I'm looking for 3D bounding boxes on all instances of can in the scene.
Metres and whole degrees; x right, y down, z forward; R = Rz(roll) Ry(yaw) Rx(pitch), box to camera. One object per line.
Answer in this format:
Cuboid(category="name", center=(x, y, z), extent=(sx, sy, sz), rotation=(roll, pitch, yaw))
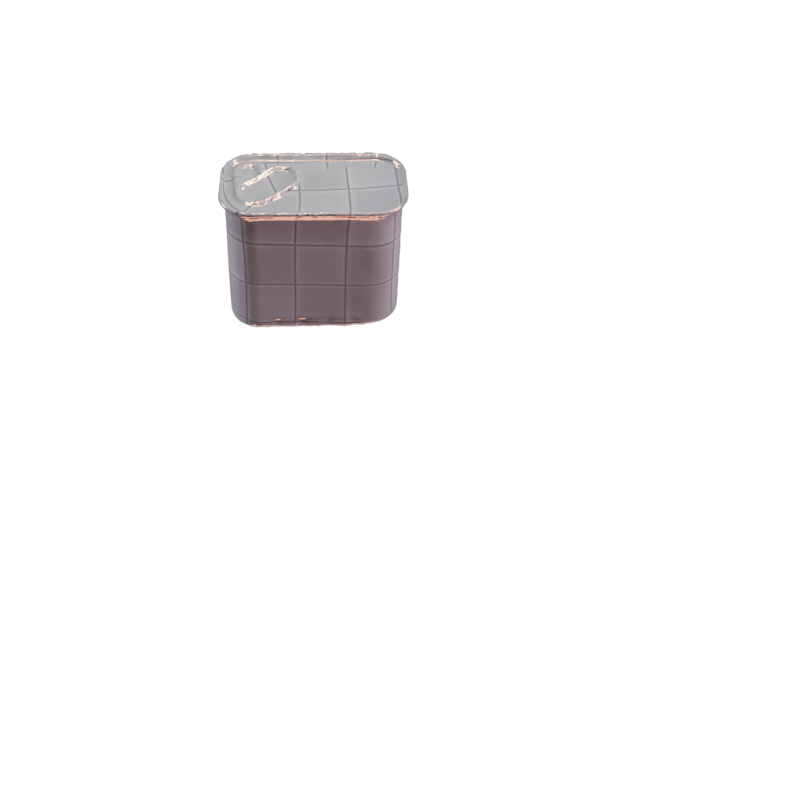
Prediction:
Cuboid(category="can", center=(-0.049, -0.089, 0.624), extent=(0.102, 0.078, 0.062), rotation=(0, 42, -2))
